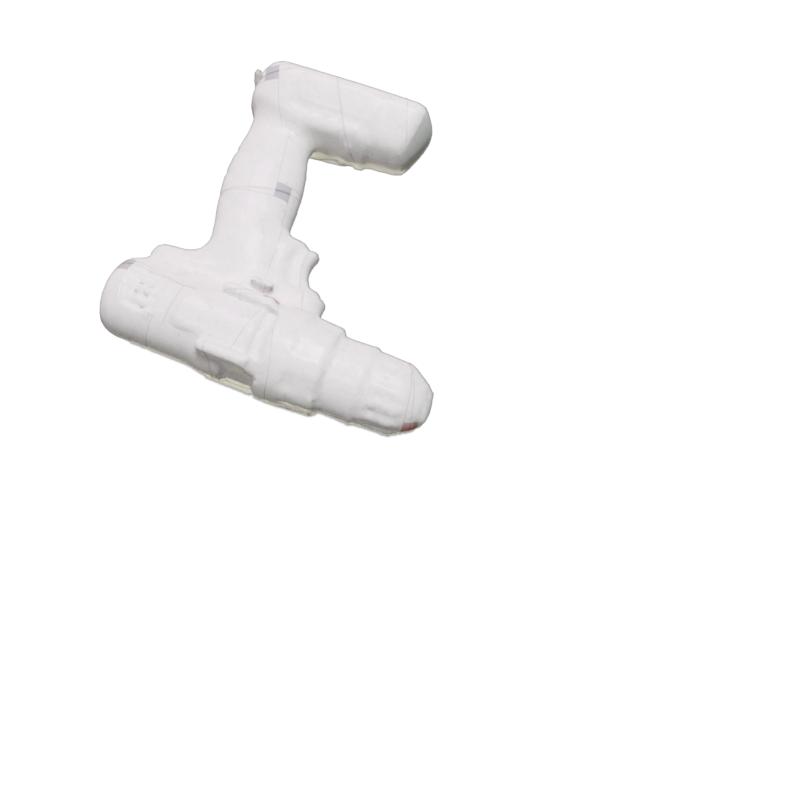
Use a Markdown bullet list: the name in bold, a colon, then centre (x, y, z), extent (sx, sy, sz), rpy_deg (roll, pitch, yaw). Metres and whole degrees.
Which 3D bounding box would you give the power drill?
- **power drill**: centre (-0.048, -0.087, 0.609), extent (0.188, 0.195, 0.054), rpy_deg (20, -24, 9)
